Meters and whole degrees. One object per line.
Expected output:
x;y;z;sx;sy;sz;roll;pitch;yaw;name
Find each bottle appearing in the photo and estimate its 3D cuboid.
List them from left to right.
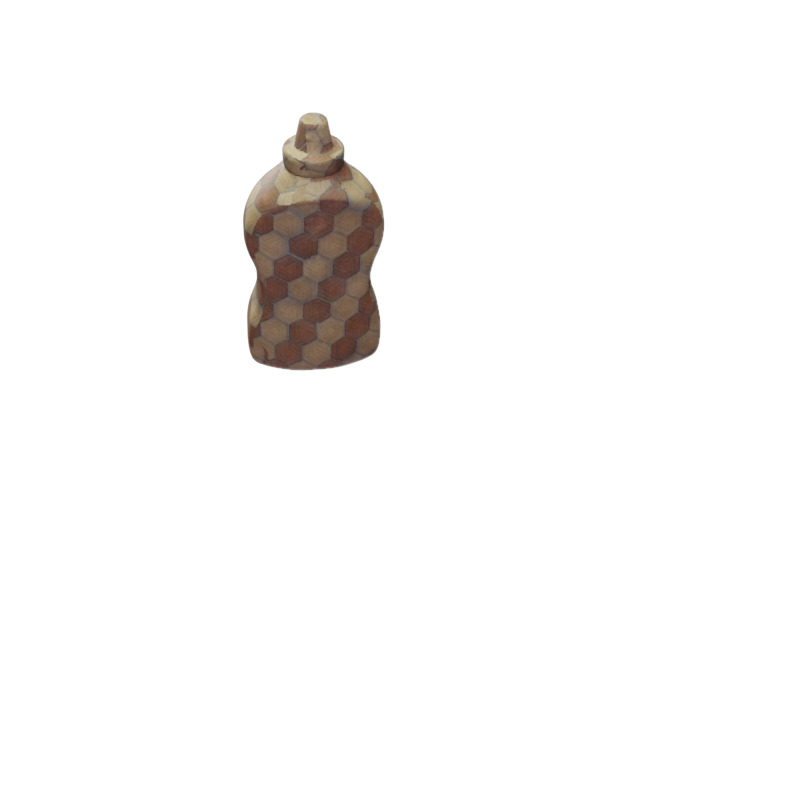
-0.060;-0.110;0.766;0.095;0.179;0.063;-2;38;-6;bottle
